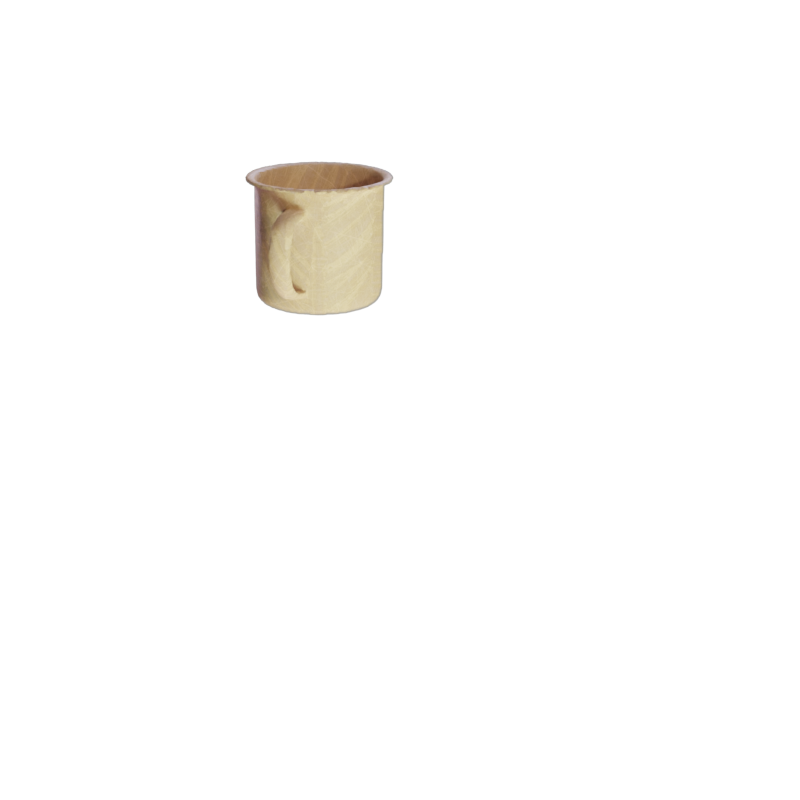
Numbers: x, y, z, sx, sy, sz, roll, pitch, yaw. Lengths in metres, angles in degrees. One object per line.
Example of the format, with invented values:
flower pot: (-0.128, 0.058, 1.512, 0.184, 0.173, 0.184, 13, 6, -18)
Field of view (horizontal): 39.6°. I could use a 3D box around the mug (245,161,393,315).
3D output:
mug: (-0.055, -0.100, 0.698, 0.095, 0.078, 0.119, 6, 21, 14)
